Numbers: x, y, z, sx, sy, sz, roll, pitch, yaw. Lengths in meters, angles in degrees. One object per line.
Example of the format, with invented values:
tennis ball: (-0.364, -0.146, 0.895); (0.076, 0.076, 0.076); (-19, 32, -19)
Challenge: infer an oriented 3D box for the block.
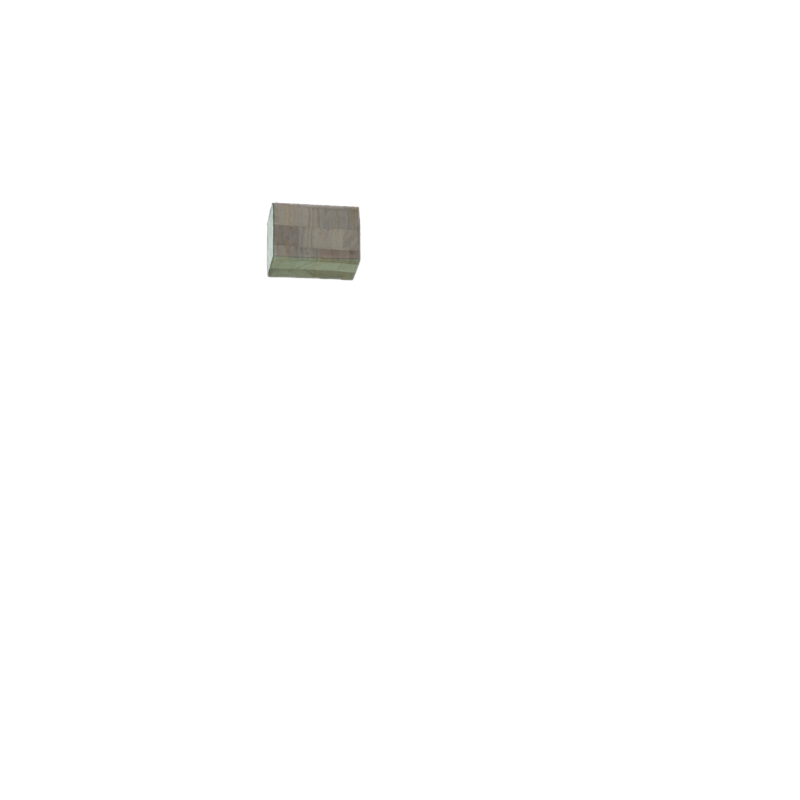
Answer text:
block: (-0.075, -0.138, 0.964); (0.077, 0.054, 0.051); (2, -18, -9)
